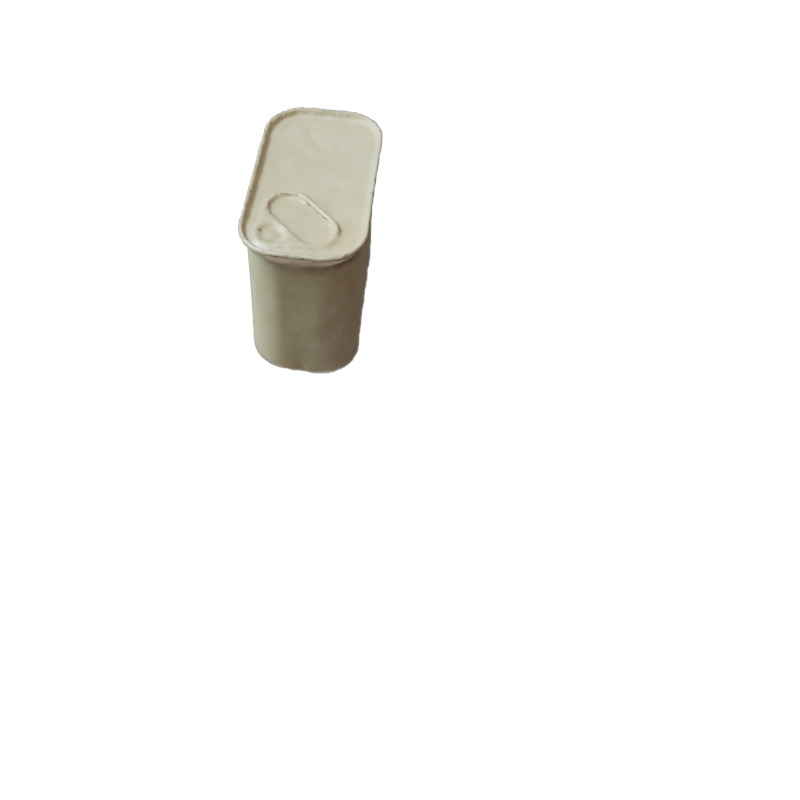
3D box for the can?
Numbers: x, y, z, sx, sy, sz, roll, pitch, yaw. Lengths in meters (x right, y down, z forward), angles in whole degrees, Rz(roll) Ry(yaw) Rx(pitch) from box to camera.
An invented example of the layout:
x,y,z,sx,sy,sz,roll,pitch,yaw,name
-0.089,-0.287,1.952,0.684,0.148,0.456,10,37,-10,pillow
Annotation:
x,y,z,sx,sy,sz,roll,pitch,yaw,name
-0.042,-0.076,0.535,0.058,0.109,0.078,5,-41,2,can
